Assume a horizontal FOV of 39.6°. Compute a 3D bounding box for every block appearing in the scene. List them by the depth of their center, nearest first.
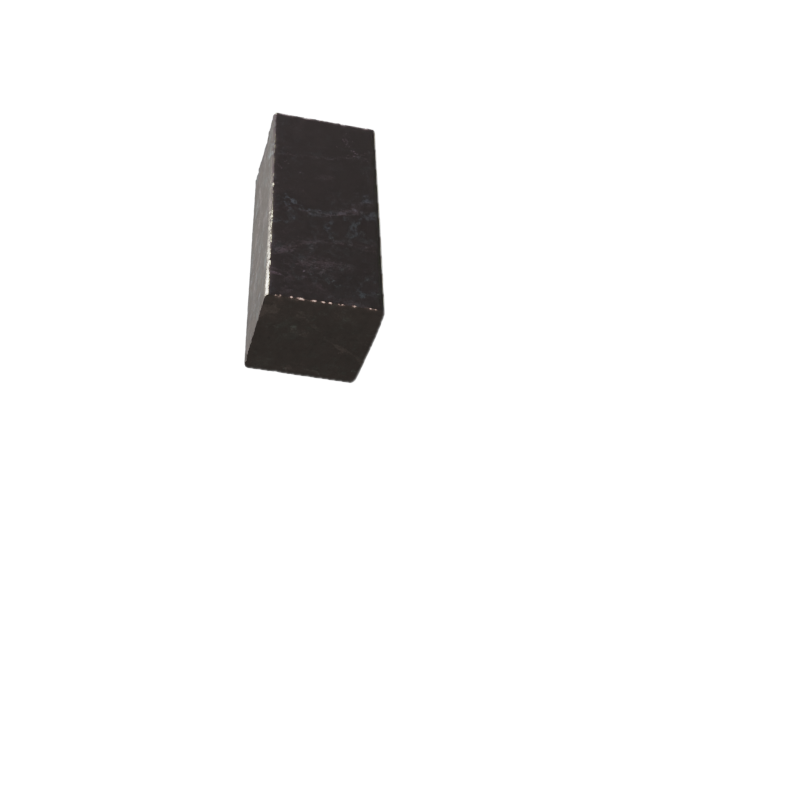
[{"bbox_3d":[-0.070,-0.127,0.895,0.089,0.221,0.085,8,-42,-13],"label":"block"}]
